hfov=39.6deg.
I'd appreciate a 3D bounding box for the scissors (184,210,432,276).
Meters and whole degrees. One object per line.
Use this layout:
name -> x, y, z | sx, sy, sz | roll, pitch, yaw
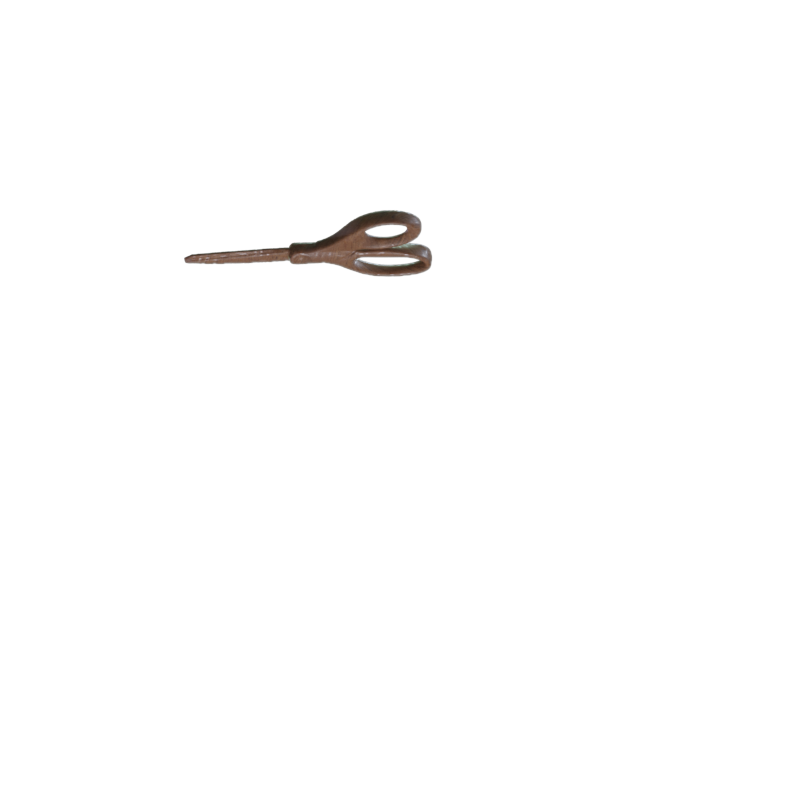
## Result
scissors -> -0.070, -0.127, 0.890 | 0.199, 0.017, 0.092 | 4, -26, -8
